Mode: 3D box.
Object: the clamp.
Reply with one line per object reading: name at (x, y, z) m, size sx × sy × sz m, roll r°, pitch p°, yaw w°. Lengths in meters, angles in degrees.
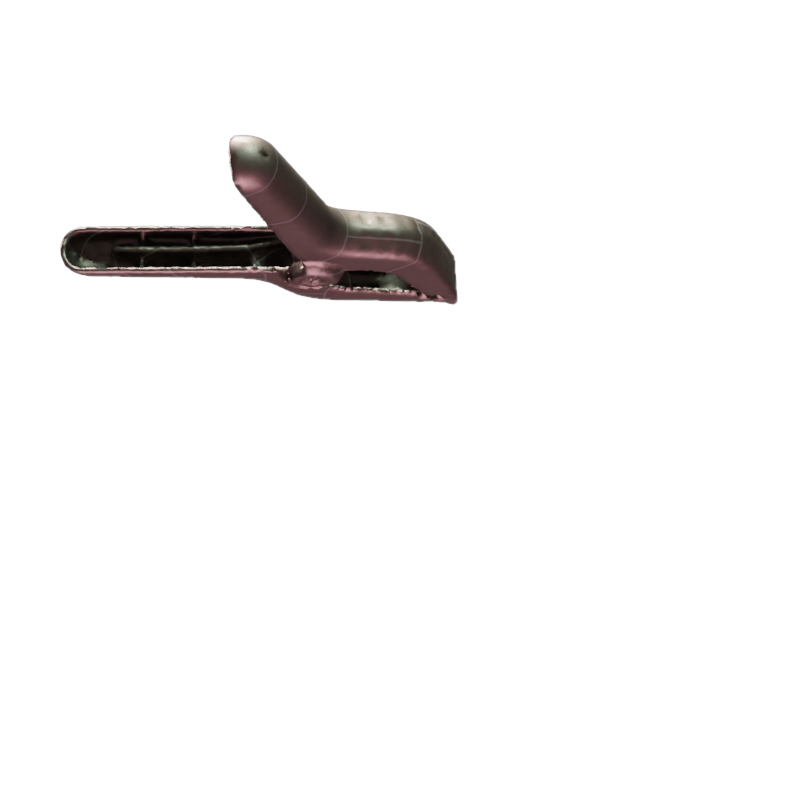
clamp at (-0.043, -0.079, 0.554) m, size 0.201 × 0.038 × 0.166 m, roll 7°, pitch -12°, yaw -33°
